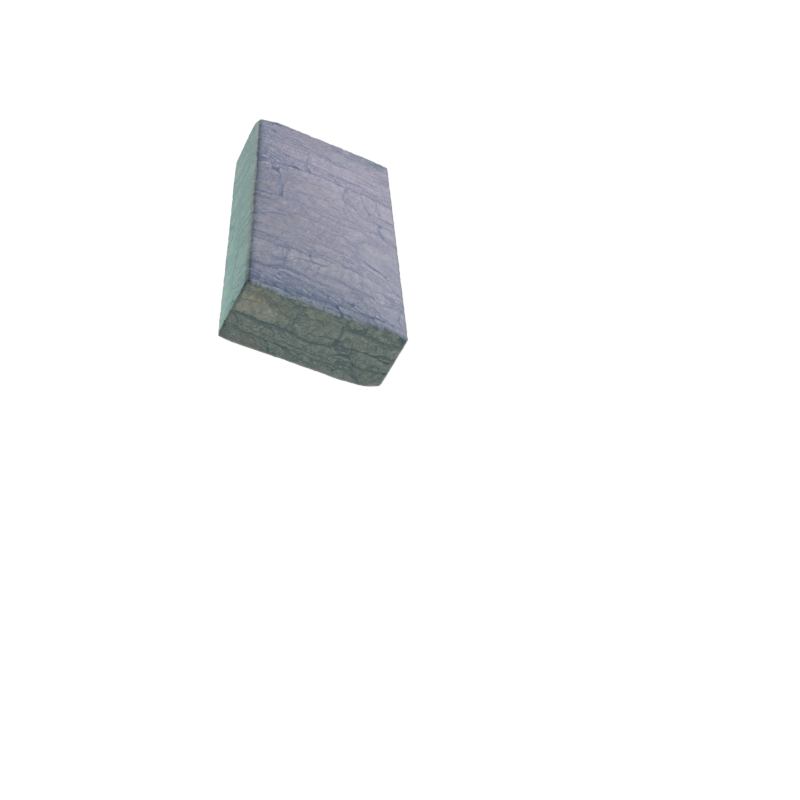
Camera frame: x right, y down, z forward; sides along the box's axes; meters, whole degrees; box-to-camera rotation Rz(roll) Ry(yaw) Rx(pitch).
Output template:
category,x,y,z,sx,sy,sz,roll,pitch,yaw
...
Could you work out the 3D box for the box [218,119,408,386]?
category,x,y,z,sx,sy,sz,roll,pitch,yaw
box,-0.050,-0.091,0.634,0.090,0.046,0.189,18,38,-18
